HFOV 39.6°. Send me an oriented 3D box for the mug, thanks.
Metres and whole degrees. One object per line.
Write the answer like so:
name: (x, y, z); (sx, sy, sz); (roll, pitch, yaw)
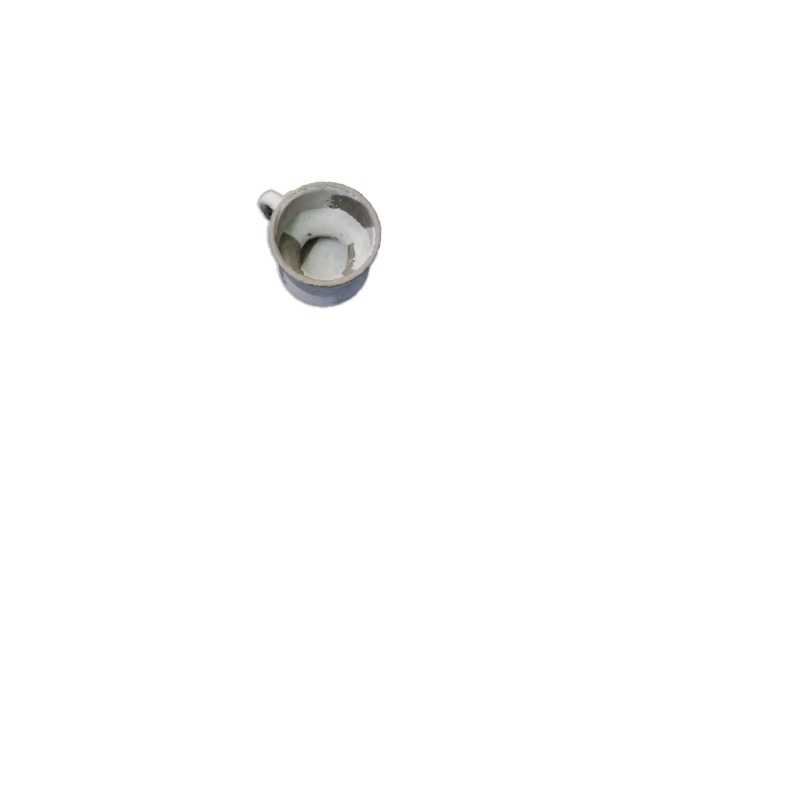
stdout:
mug: (-0.074, -0.135, 0.948); (0.120, 0.095, 0.078); (36, -15, 10)
